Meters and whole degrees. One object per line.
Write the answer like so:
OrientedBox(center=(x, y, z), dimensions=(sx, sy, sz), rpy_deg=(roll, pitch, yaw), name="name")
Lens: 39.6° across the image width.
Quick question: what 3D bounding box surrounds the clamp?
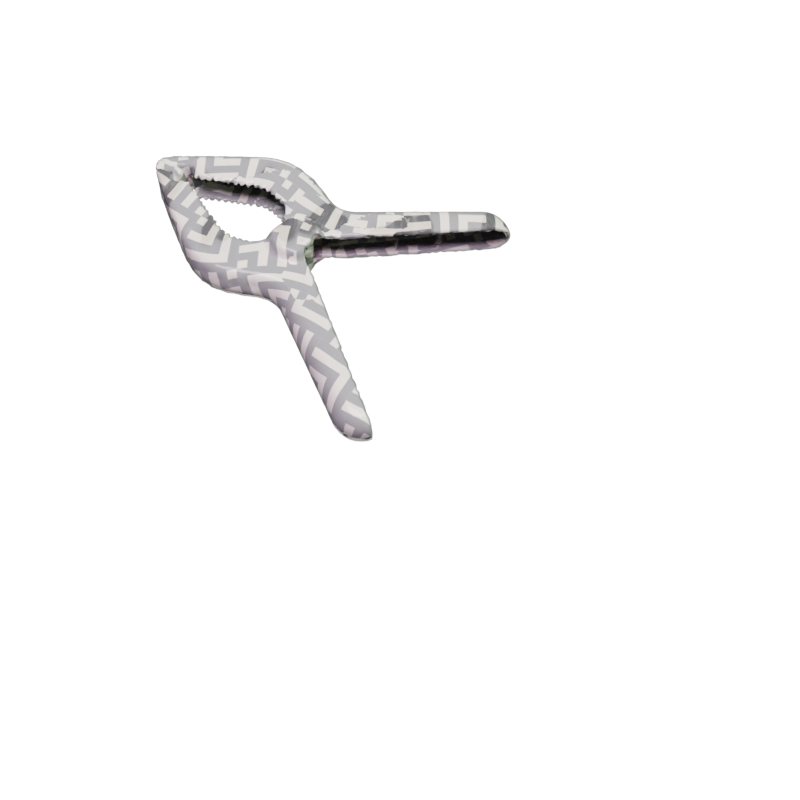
OrientedBox(center=(-0.051, -0.094, 0.657), dimensions=(0.220, 0.167, 0.034), rpy_deg=(36, -25, 20), name="clamp")
